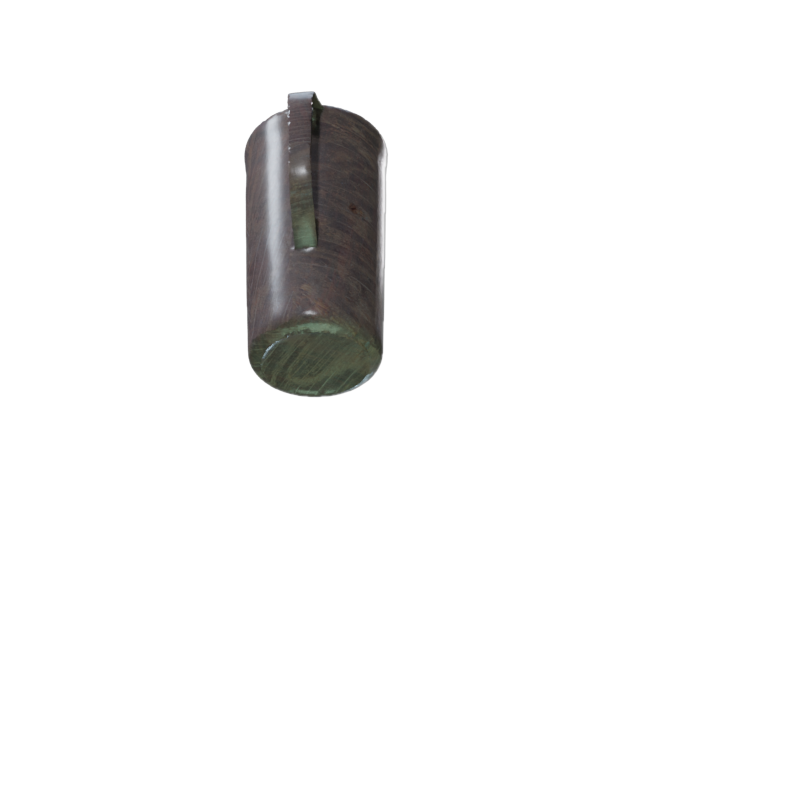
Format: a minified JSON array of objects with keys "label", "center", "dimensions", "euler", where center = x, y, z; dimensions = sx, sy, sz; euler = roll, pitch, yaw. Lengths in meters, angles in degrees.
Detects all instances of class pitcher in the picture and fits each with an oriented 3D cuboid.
[{"label":"pitcher","center":[-0.074,-0.135,0.948],"dimensions":[0.141,0.261,0.143],"euler":[27,-47,-32]}]
